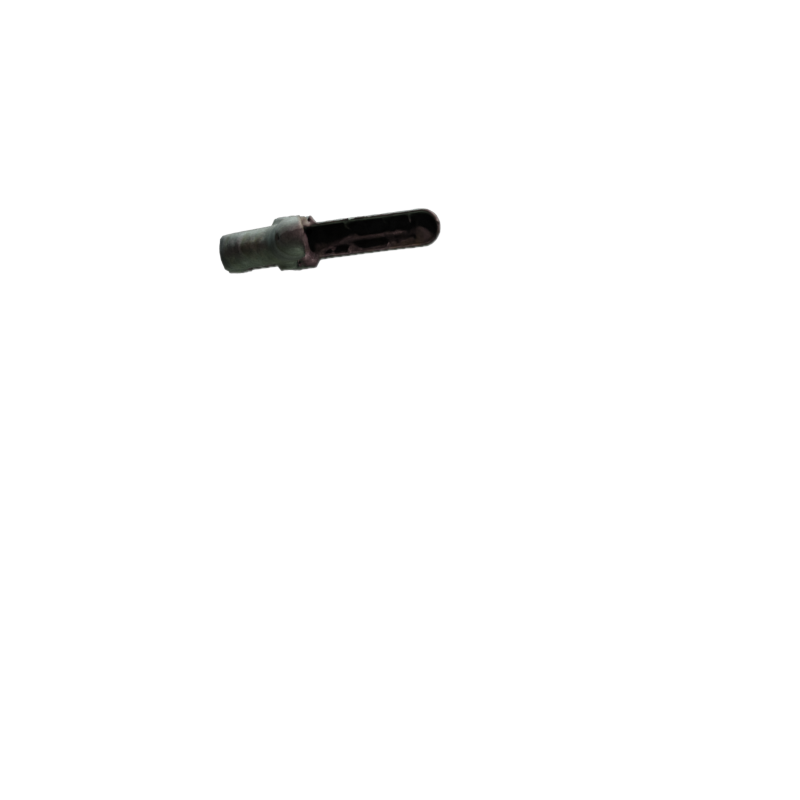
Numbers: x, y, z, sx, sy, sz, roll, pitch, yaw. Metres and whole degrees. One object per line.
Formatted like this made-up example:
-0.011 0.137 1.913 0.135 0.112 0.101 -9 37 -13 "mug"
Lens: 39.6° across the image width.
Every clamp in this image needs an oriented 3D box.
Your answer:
-0.058 -0.106 0.740 0.116 0.039 0.177 -2 5 -30 "clamp"
